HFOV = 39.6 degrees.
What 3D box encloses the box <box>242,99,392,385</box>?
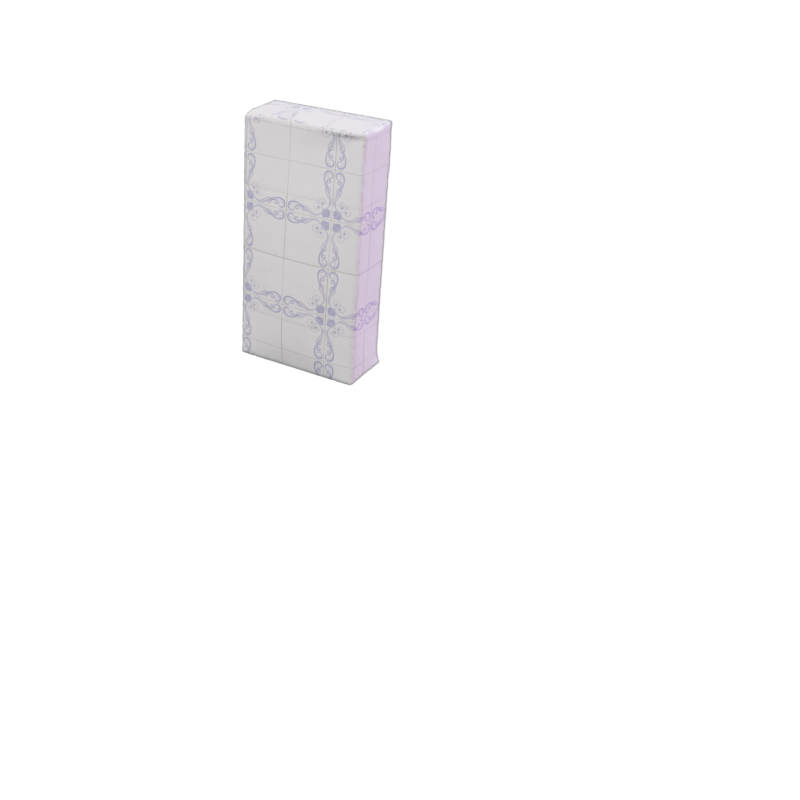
[{"bbox_3d":[-0.059,-0.106,0.744,0.098,0.167,0.048,15,28,26],"label":"box"}]
